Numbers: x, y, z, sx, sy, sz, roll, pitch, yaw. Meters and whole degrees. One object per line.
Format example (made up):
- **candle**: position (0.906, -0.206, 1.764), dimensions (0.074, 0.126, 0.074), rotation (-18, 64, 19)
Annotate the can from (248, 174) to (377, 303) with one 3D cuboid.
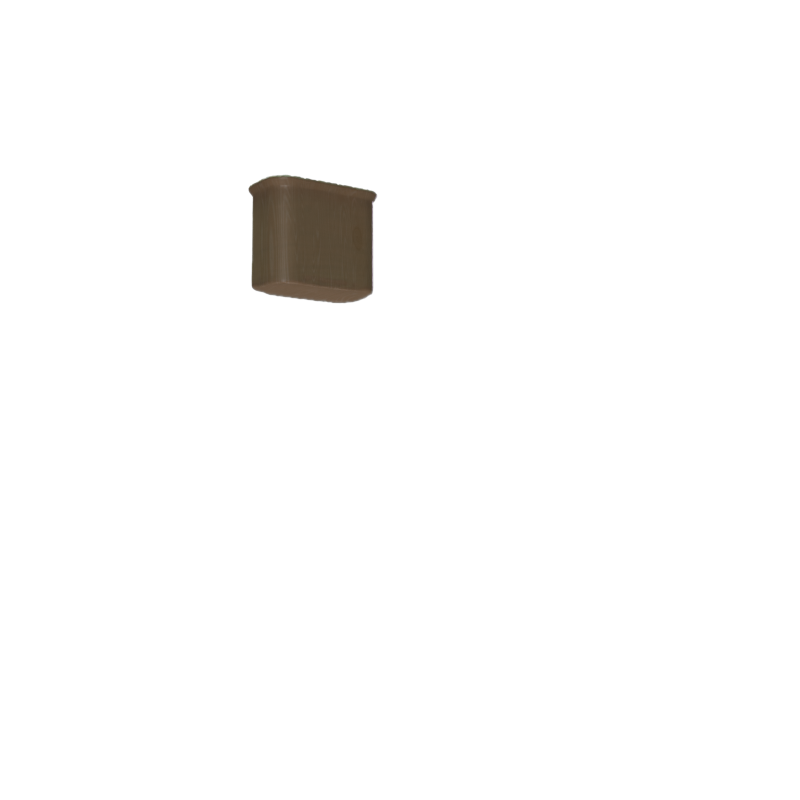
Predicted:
- **can**: position (-0.068, -0.125, 0.874), dimensions (0.098, 0.086, 0.058), rotation (6, -13, -33)
